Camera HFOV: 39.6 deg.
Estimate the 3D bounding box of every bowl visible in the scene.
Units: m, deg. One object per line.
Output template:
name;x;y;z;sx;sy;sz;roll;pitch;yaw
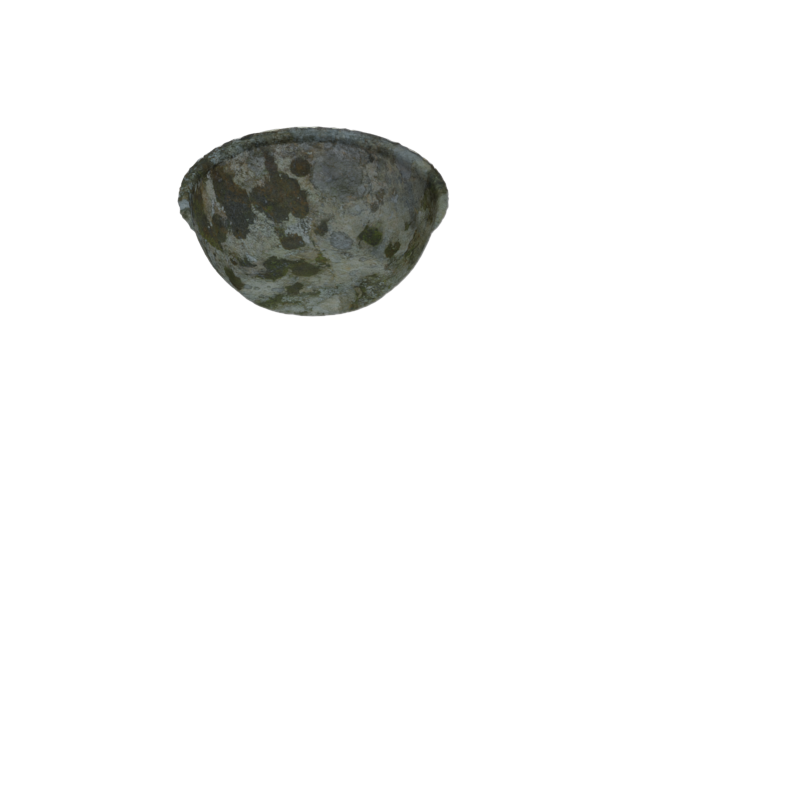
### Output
bowl;-0.051;-0.093;0.650;0.162;0.058;0.153;1;-24;-2
